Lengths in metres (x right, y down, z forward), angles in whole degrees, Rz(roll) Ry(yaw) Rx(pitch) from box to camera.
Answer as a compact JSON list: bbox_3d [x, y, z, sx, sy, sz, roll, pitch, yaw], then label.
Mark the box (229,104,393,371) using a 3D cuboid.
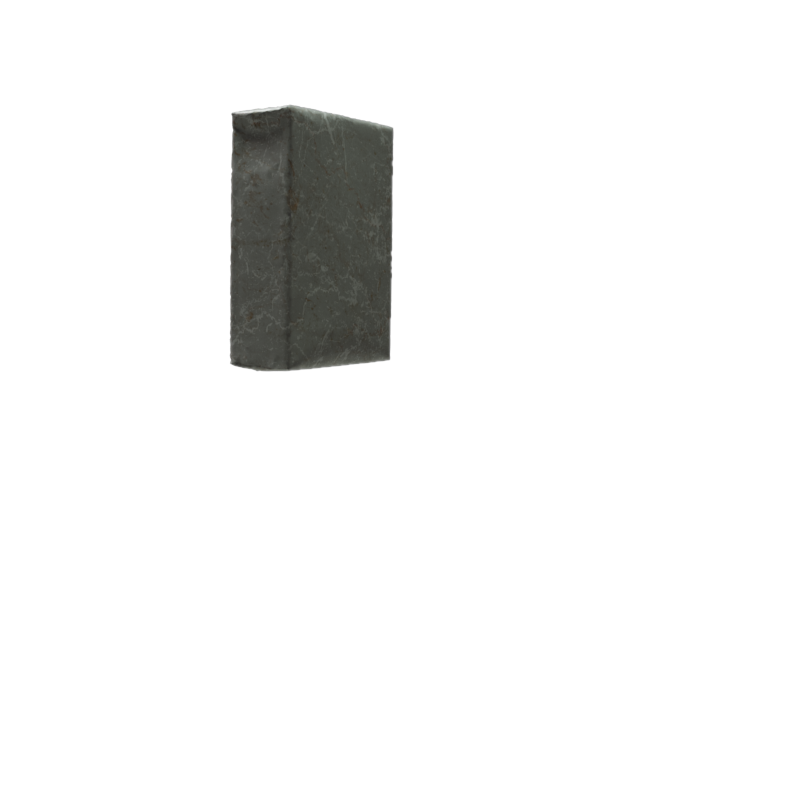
[{"bbox_3d":[-0.075,-0.137,0.957,0.074,0.214,0.158,-1,0,32],"label":"box"}]
